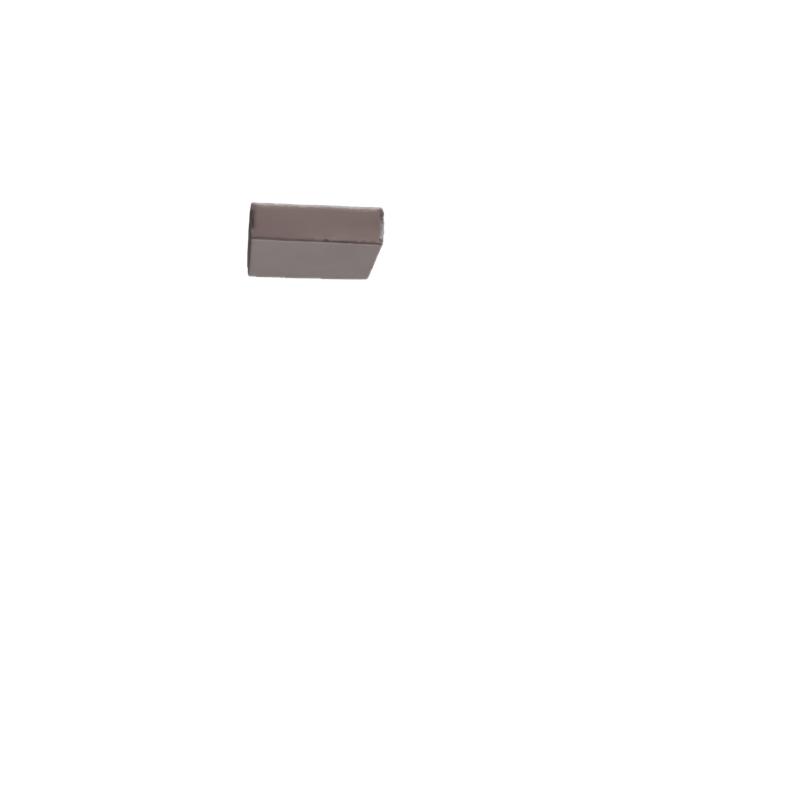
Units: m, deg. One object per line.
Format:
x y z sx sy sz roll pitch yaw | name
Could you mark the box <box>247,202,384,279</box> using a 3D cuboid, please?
-0.059 -0.108 0.755 0.089 0.031 0.071 1 -14 -6 | box
